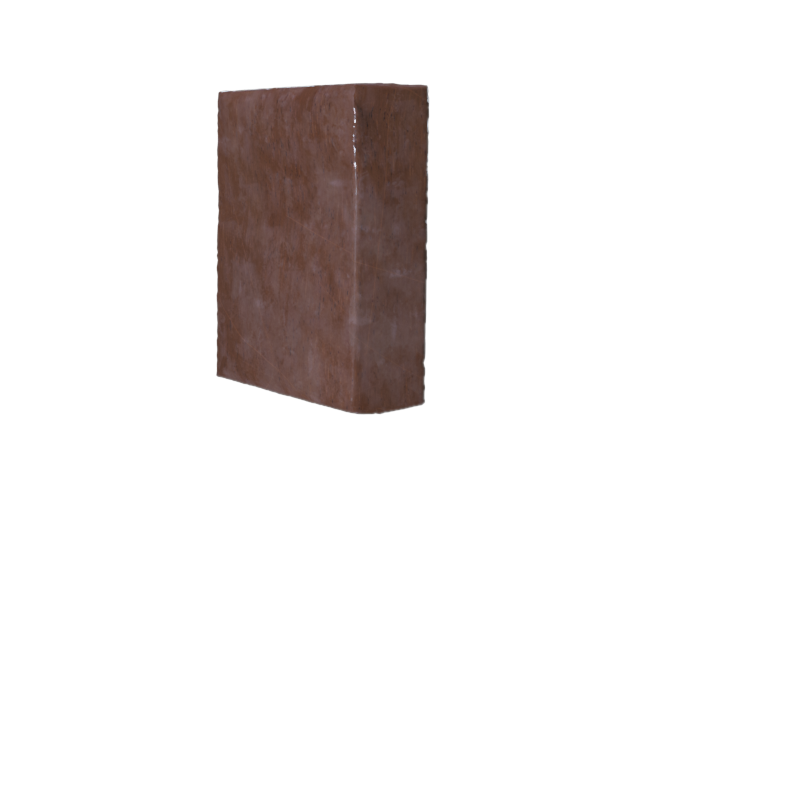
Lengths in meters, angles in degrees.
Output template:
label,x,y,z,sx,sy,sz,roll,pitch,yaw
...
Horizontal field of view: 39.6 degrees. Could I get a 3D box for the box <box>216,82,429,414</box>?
label,x,y,z,sx,sy,sz,roll,pitch,yaw
box,-0.060,-0.110,0.770,0.069,0.211,0.172,-5,10,-40
